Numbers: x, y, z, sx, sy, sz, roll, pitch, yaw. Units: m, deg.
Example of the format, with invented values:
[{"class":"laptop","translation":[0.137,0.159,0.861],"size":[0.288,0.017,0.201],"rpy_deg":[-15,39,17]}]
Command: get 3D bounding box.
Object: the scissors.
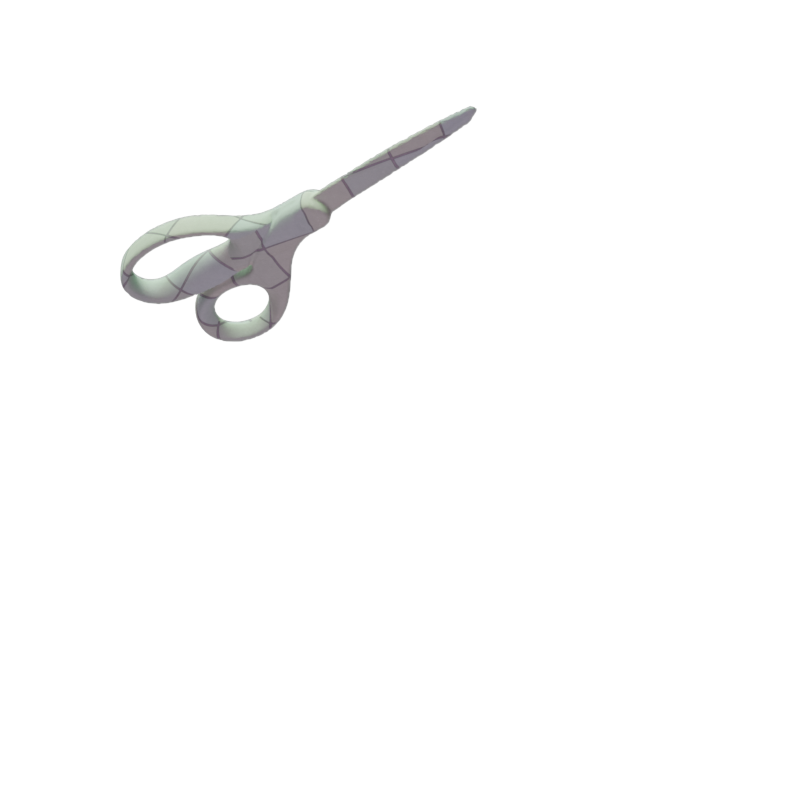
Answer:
[{"class":"scissors","translation":[-0.043,-0.079,0.551],"size":[0.203,0.017,0.089],"rpy_deg":[-15,-42,17]}]
